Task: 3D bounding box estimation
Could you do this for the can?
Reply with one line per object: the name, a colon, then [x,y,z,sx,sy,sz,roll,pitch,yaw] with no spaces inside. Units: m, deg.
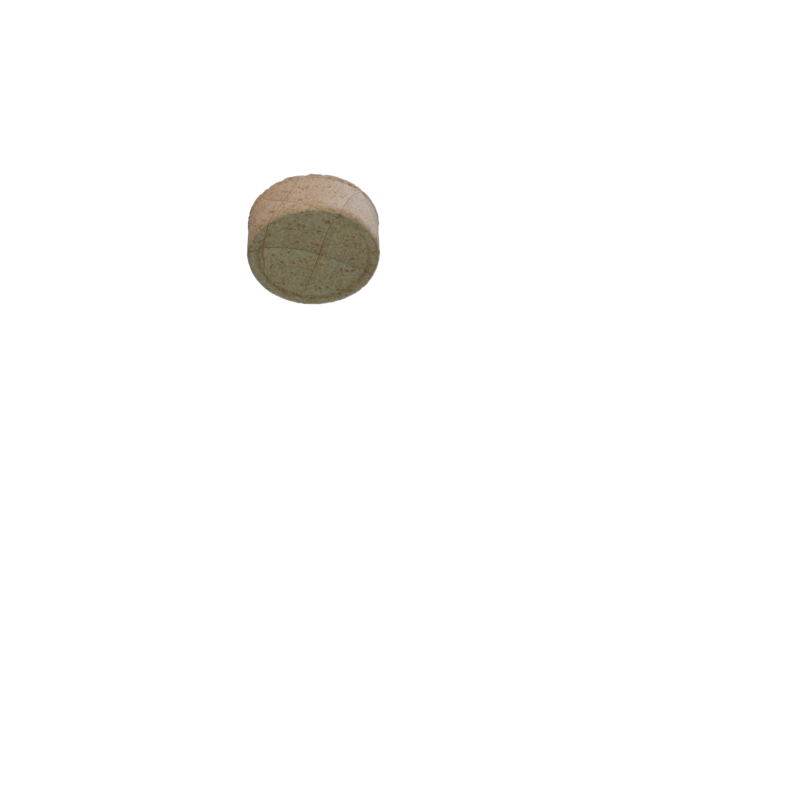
can: [-0.056,-0.102,0.711,0.086,0.036,0.080,1,-44,-1]
